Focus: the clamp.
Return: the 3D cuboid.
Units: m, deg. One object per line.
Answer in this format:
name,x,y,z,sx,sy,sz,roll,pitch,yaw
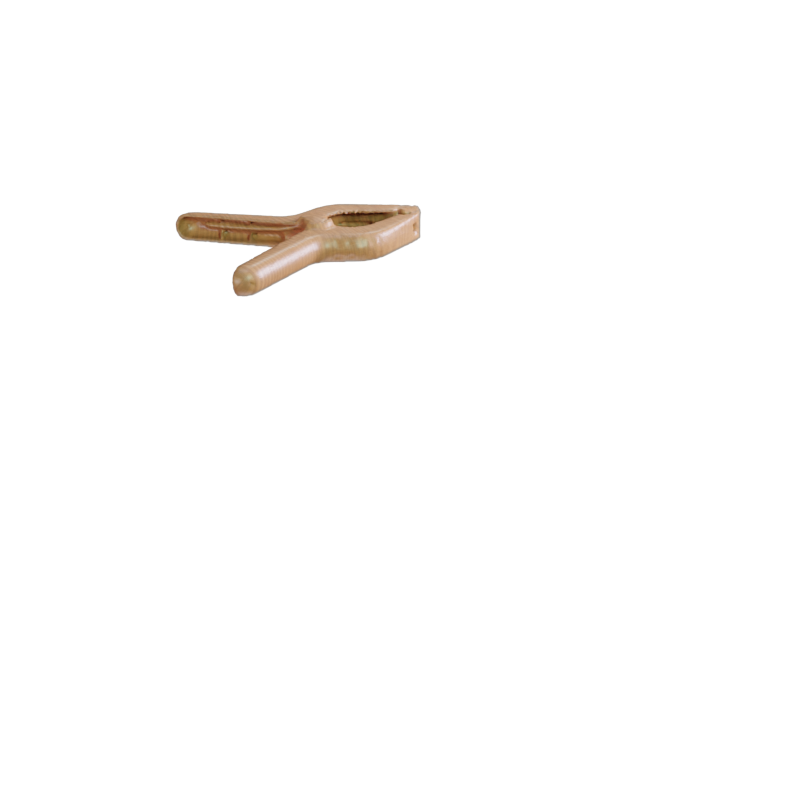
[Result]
clamp,-0.074,-0.134,0.941,0.207,0.034,0.176,-8,28,-16
